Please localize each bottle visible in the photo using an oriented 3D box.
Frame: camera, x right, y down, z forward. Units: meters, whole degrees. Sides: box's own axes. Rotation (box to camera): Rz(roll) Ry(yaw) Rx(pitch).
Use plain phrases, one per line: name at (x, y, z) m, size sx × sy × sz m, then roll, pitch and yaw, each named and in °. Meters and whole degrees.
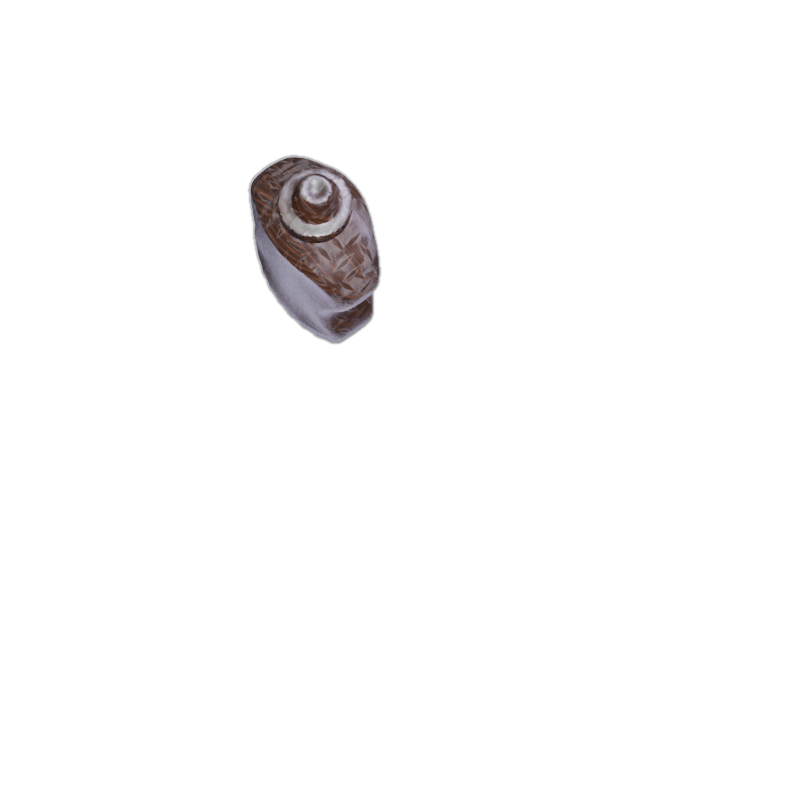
bottle at (-0.052, -0.095, 0.667) m, size 0.058 × 0.099 × 0.186 m, roll -34°, pitch -6°, yaw -8°
